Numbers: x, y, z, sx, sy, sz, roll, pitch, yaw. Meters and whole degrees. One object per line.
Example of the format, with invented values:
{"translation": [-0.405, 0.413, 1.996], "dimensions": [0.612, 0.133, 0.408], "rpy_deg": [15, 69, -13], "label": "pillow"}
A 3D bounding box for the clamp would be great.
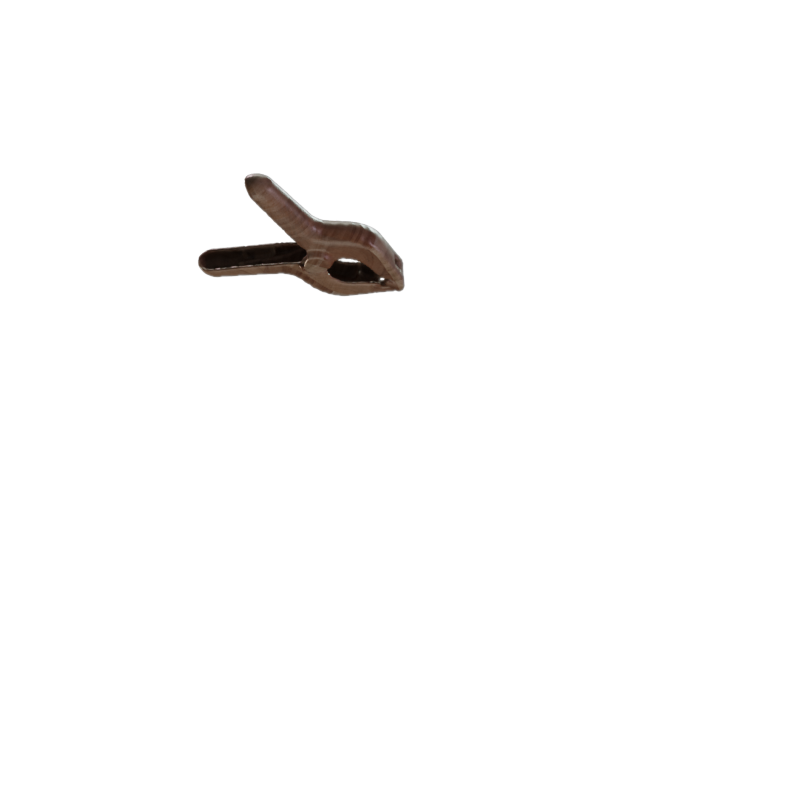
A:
{"translation": [-0.071, -0.129, 0.904], "dimensions": [0.168, 0.042, 0.115], "rpy_deg": [8, -29, -14], "label": "clamp"}
